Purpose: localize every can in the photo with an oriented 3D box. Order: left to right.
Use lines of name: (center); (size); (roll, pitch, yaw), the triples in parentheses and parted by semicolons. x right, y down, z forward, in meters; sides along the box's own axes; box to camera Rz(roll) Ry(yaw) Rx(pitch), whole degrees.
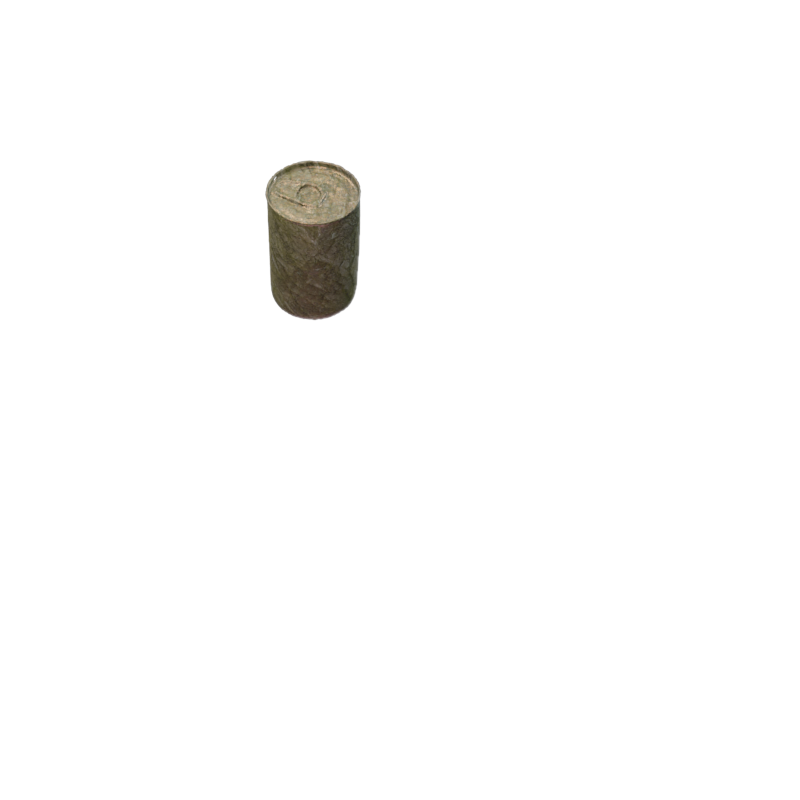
can: (-0.064, -0.117, 0.821); (0.068, 0.074, 0.095); (0, -42, -3)
